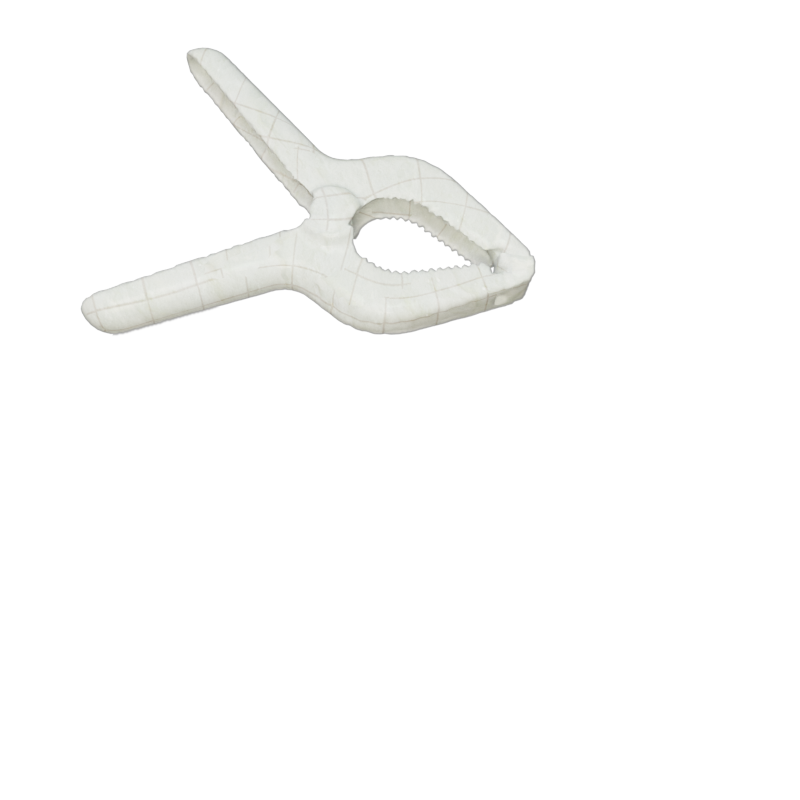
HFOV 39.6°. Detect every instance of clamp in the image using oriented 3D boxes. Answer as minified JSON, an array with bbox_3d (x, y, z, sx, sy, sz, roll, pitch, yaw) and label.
[{"bbox_3d":[-0.043,-0.078,0.545,0.214,0.170,0.034,21,-22,9],"label":"clamp"}]
